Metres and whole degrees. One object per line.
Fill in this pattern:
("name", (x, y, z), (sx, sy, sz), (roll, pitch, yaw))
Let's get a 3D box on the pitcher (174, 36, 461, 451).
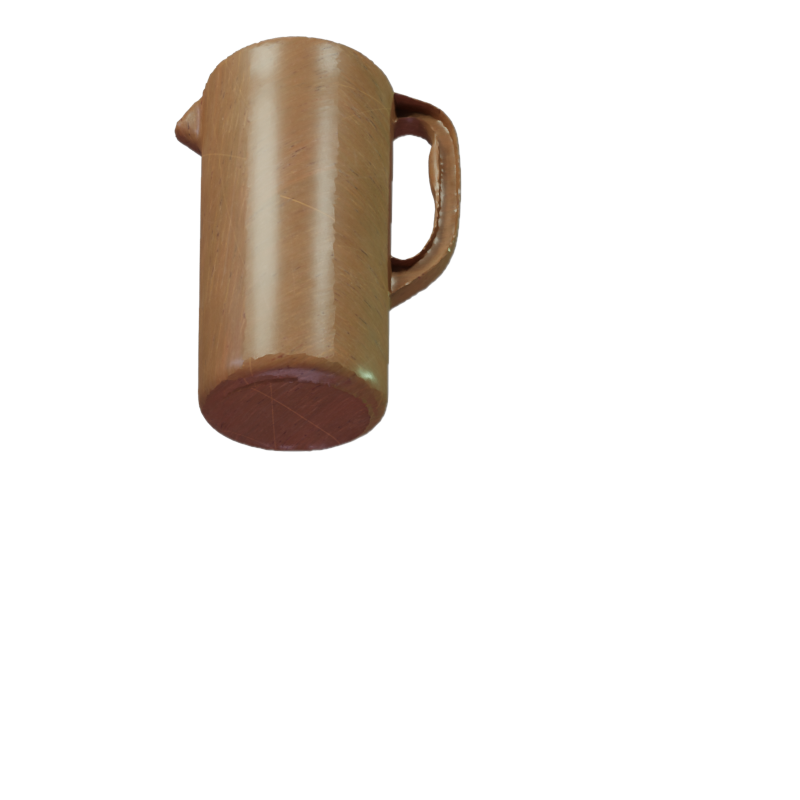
("pitcher", (-0.054, -0.098, 0.689), (0.136, 0.260, 0.149), (26, -42, -37))
